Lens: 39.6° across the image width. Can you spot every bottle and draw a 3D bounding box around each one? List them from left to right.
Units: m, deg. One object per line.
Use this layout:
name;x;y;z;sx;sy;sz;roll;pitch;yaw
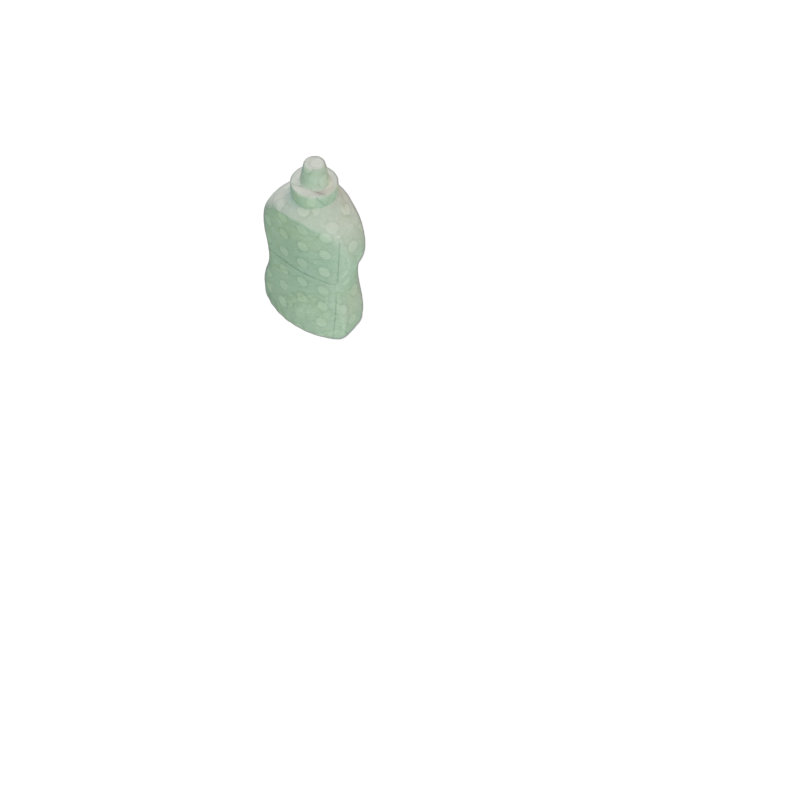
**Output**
bottle;-0.076;-0.140;0.978;0.101;0.179;0.059;33;58;21
